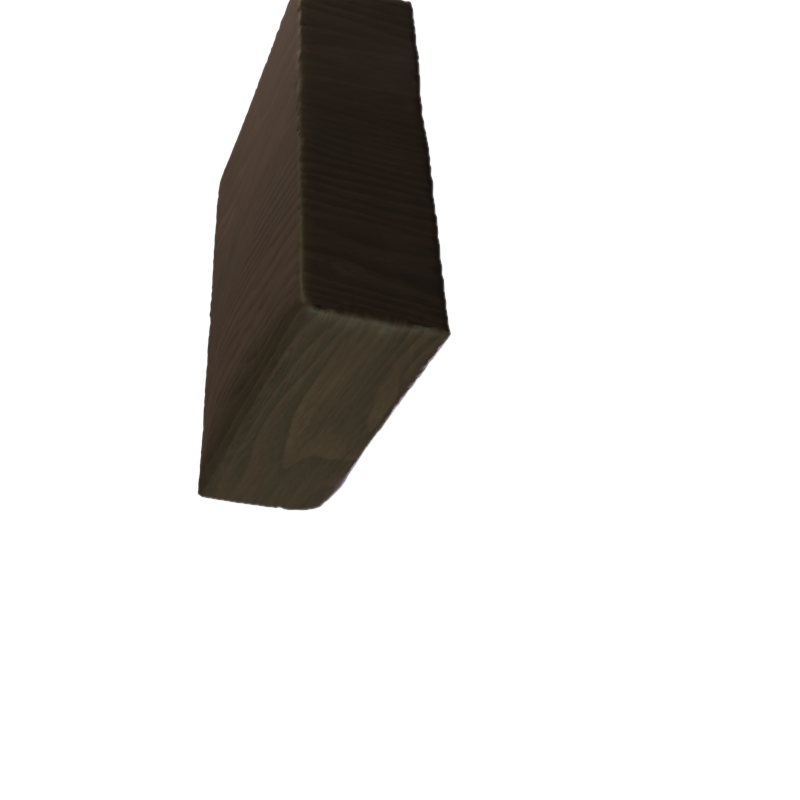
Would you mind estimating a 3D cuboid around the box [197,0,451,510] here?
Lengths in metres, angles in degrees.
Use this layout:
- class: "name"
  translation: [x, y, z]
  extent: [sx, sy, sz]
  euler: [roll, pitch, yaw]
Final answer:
- class: "box"
  translation: [-0.043, -0.079, 0.550]
  extent: [0.070, 0.229, 0.157]
  euler: [12, -39, -19]
